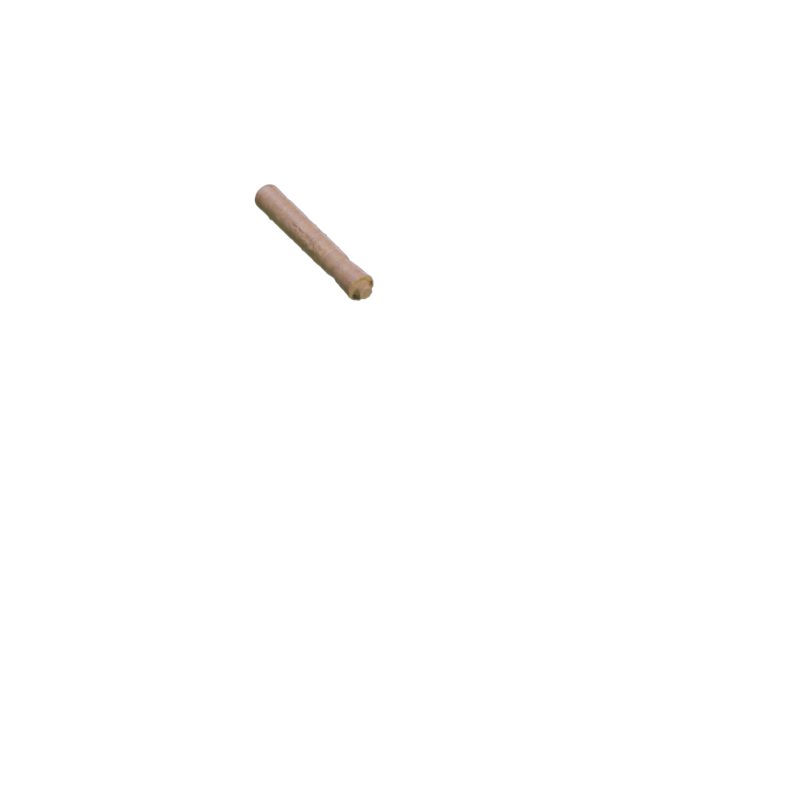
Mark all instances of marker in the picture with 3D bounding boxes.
[{"bbox_3d":[-0.056,-0.102,0.716,0.019,0.019,0.130,-3,37,-40],"label":"marker"}]
